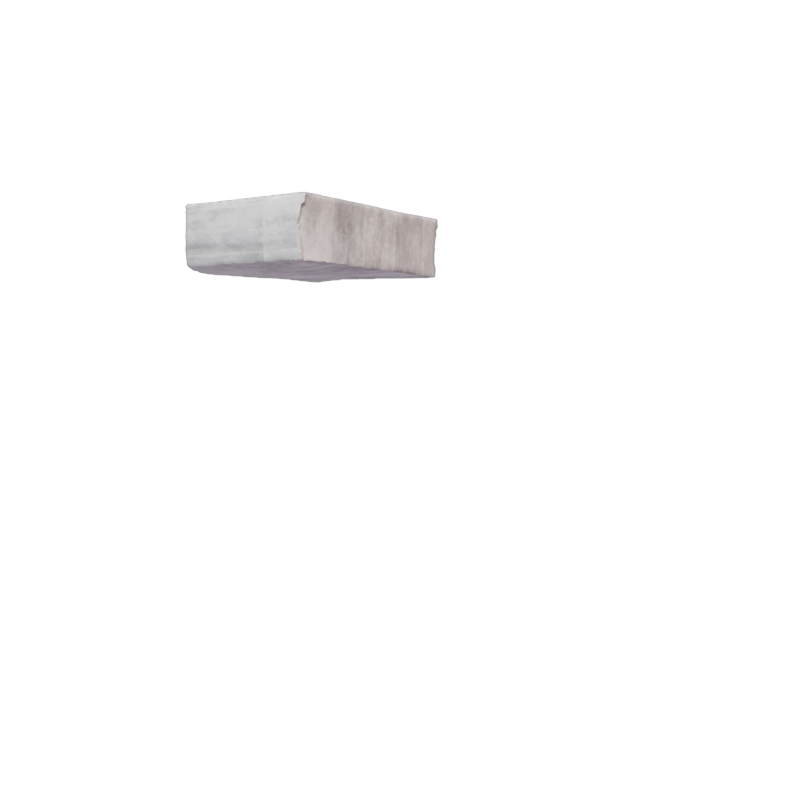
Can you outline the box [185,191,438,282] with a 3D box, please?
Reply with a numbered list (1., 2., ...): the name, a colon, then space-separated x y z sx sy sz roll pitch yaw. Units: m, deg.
1. box: -0.048 -0.087 0.607 0.093 0.039 0.109 1 2 40
